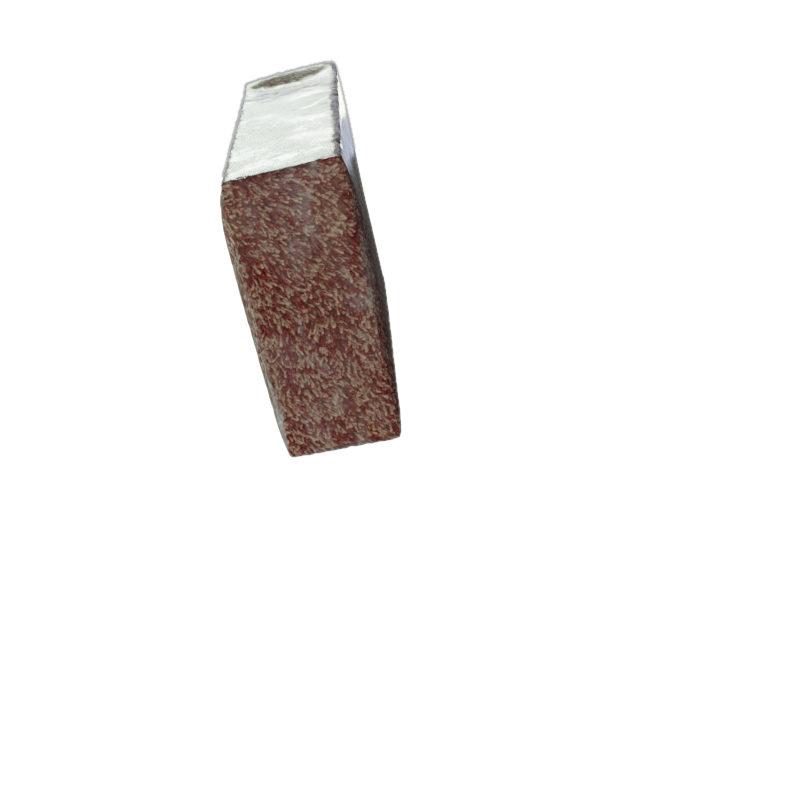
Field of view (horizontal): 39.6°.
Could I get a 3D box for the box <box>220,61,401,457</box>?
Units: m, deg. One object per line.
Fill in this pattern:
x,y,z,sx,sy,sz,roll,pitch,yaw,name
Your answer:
-0.052,-0.095,0.665,0.072,0.155,0.226,-12,27,2,box
